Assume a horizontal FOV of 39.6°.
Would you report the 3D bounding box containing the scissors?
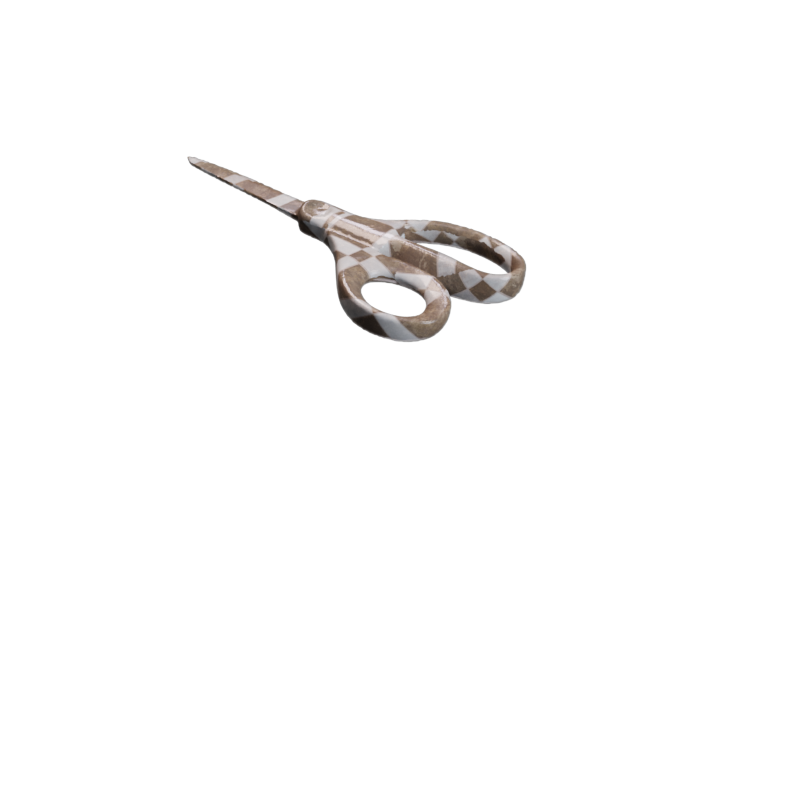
[{"bbox_3d":[-0.042,-0.076,0.535,0.210,0.015,0.099,17,40,22],"label":"scissors"}]
